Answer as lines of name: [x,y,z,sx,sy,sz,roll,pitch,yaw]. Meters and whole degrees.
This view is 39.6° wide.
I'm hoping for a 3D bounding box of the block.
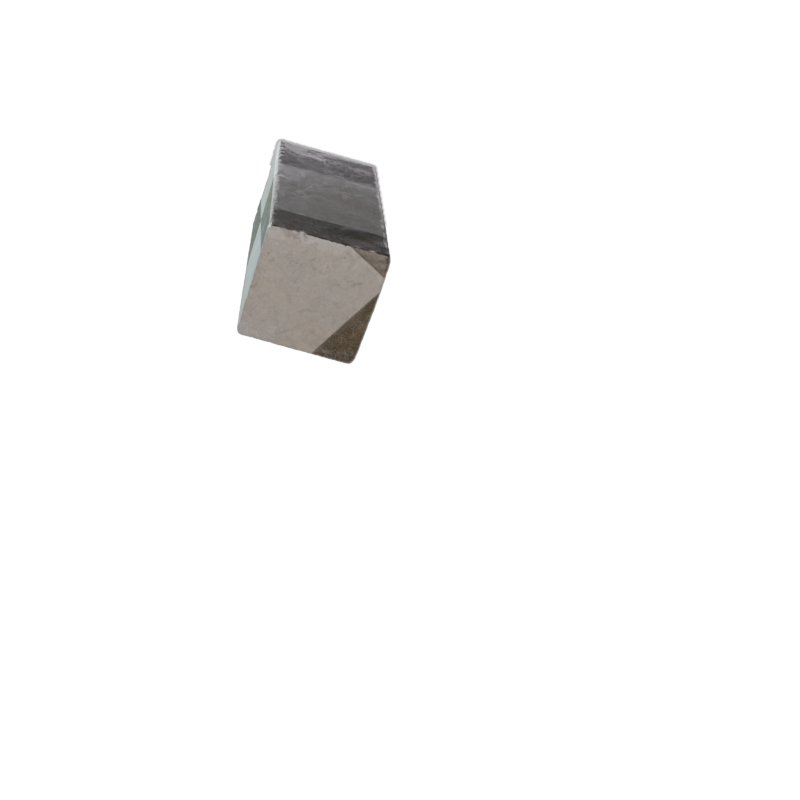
block: [-0.068,-0.124,0.872,0.089,0.087,0.218,15,26,-11]
